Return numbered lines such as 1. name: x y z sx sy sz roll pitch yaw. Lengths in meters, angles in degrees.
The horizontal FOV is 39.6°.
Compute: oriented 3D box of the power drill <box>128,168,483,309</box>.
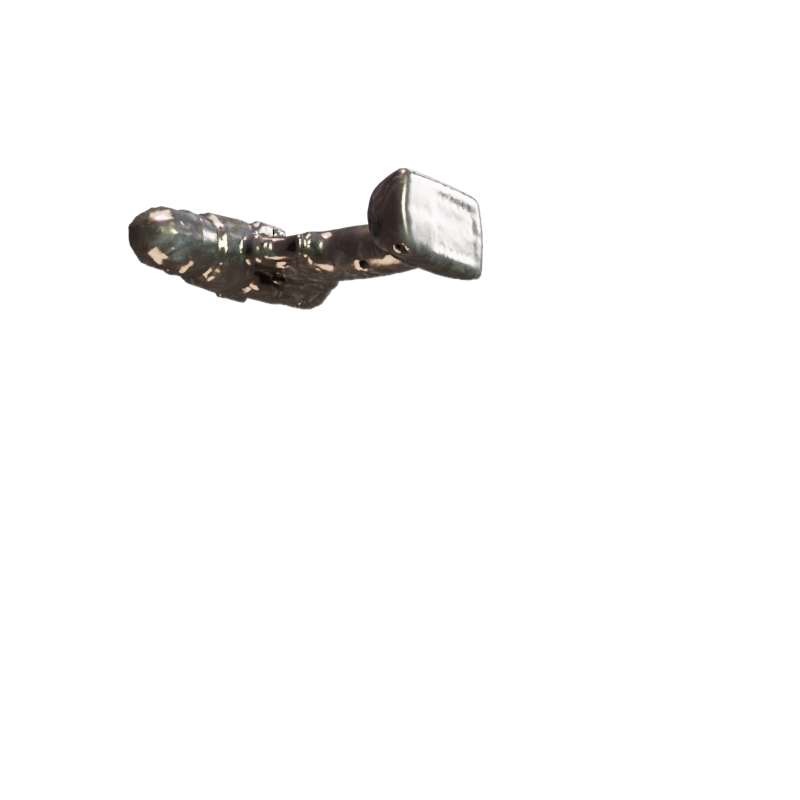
1. power drill: -0.056 -0.103 0.719 0.193 0.059 0.175 -4 -7 35
